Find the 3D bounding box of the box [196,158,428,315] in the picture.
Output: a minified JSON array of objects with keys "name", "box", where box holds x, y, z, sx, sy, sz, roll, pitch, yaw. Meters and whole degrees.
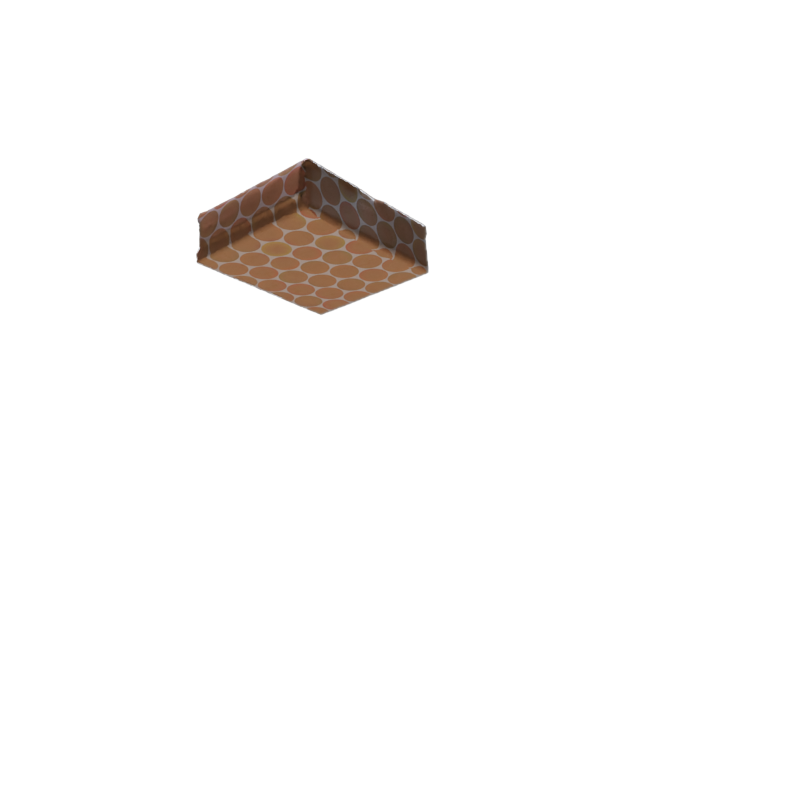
[{"name":"box","box":[-0.042,-0.076,0.534,0.074,0.032,0.084,-20,-30,38]}]
